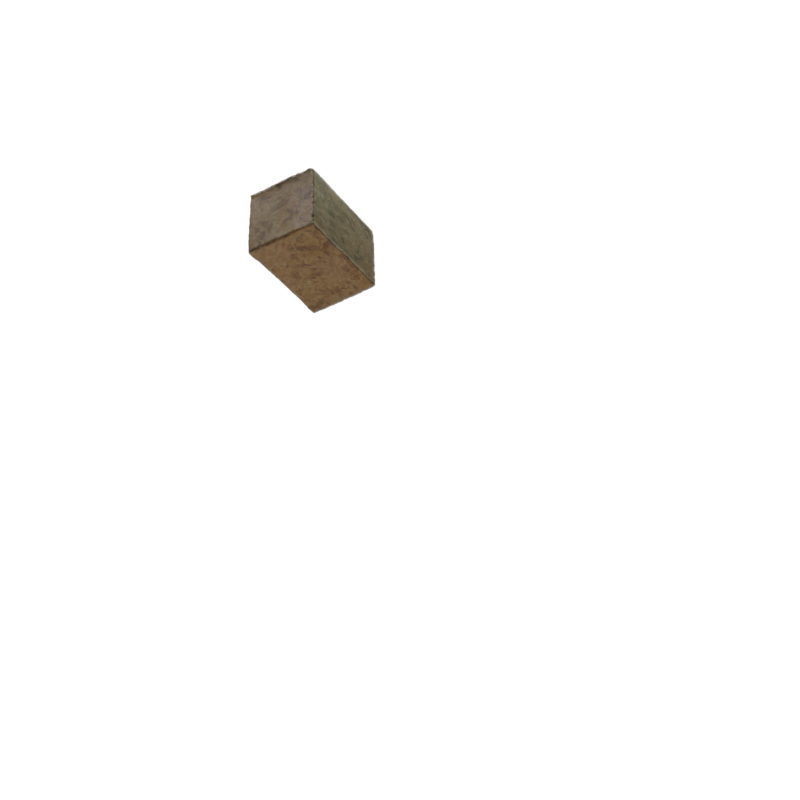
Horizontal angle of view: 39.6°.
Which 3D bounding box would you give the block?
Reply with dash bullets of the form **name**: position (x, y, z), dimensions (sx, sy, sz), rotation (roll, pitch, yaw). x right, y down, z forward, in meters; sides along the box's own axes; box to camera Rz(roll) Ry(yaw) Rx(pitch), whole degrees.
- **block**: position (-0.058, -0.106, 0.742), dimensions (0.053, 0.055, 0.072), rotation (-22, -42, 24)
